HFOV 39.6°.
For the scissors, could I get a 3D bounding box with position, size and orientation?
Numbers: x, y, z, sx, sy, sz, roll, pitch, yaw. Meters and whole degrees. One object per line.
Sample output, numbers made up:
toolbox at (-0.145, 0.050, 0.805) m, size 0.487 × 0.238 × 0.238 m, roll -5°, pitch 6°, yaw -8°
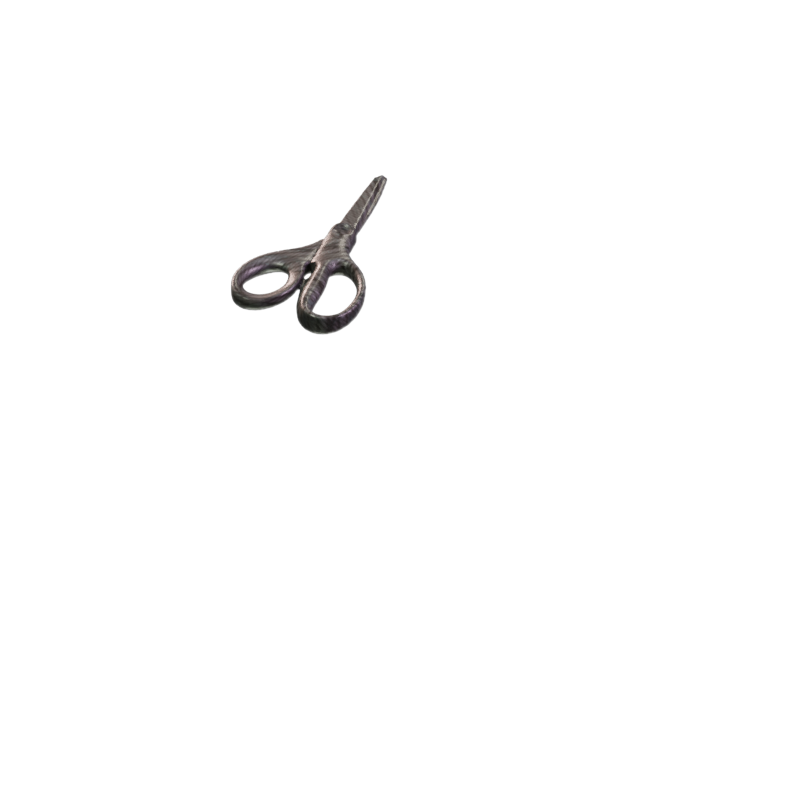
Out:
scissors at (-0.060, -0.109, 0.764) m, size 0.096 × 0.015 × 0.214 m, roll 1°, pitch 36°, yaw 1°
